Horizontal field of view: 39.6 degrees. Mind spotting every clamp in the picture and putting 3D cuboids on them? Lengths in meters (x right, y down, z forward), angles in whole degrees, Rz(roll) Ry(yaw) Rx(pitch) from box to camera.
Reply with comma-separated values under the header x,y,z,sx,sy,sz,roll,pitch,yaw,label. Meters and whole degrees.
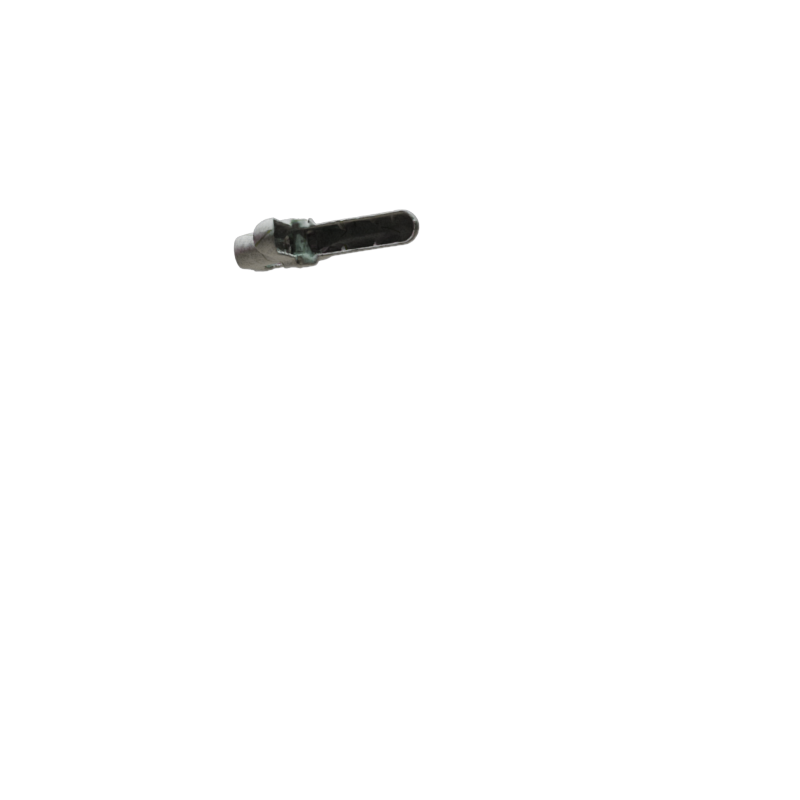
x,y,z,sx,sy,sz,roll,pitch,yaw,label
-0.064,-0.116,0.814,0.117,0.039,0.175,-1,4,-18,clamp
